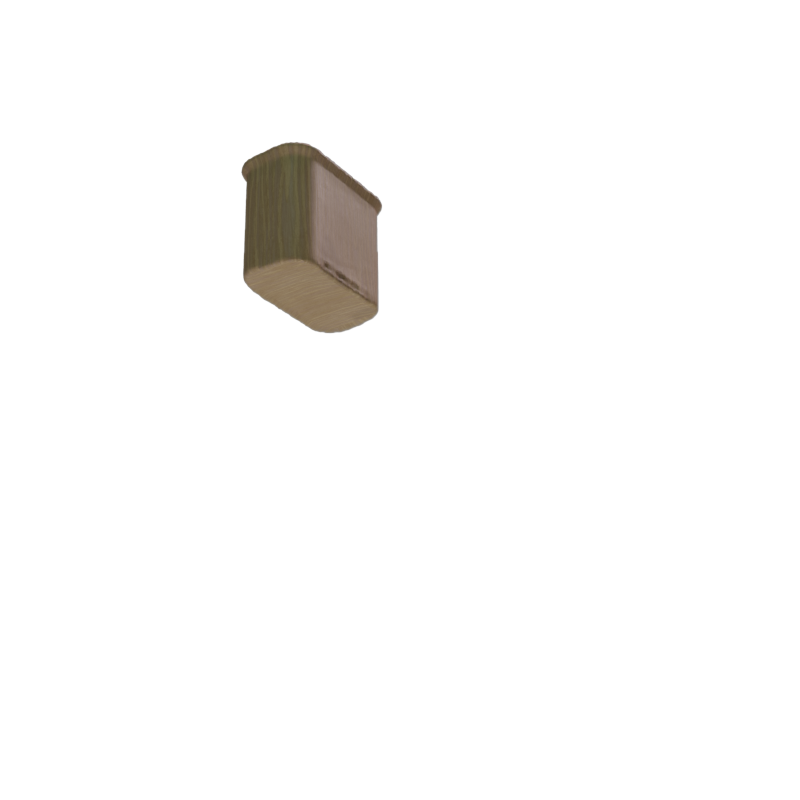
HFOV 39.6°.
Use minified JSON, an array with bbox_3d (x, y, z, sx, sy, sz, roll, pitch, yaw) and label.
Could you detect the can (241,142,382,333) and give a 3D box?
[{"bbox_3d":[-0.055,-0.101,0.705,0.058,0.089,0.095,-20,-33,30],"label":"can"}]
